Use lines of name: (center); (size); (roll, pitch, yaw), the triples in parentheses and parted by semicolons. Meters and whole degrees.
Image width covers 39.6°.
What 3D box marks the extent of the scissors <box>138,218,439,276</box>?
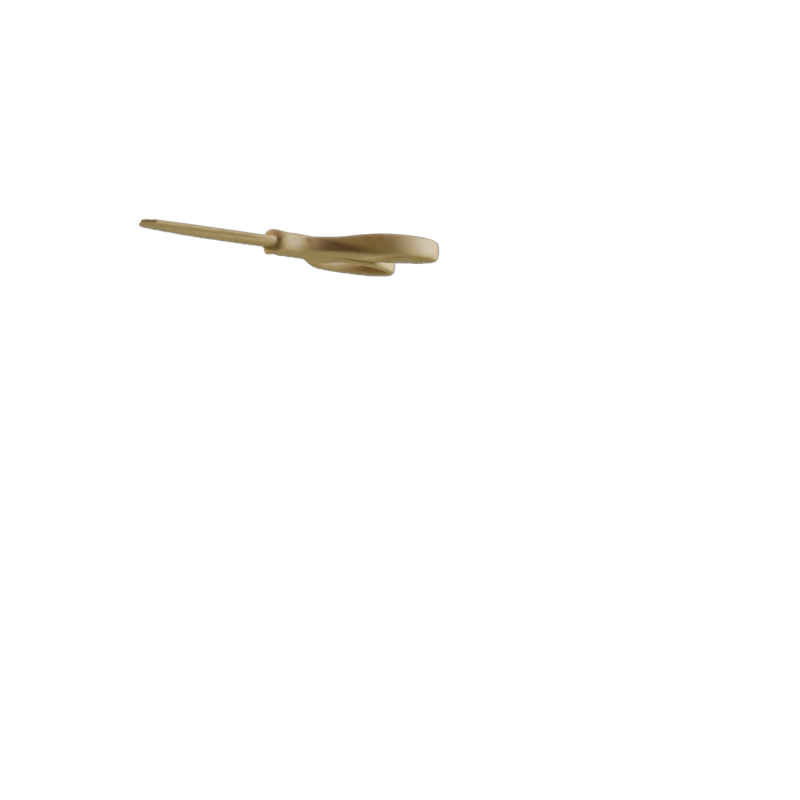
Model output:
scissors: (-0.052, -0.096, 0.670); (0.099, 0.016, 0.192); (-2, -4, 34)
